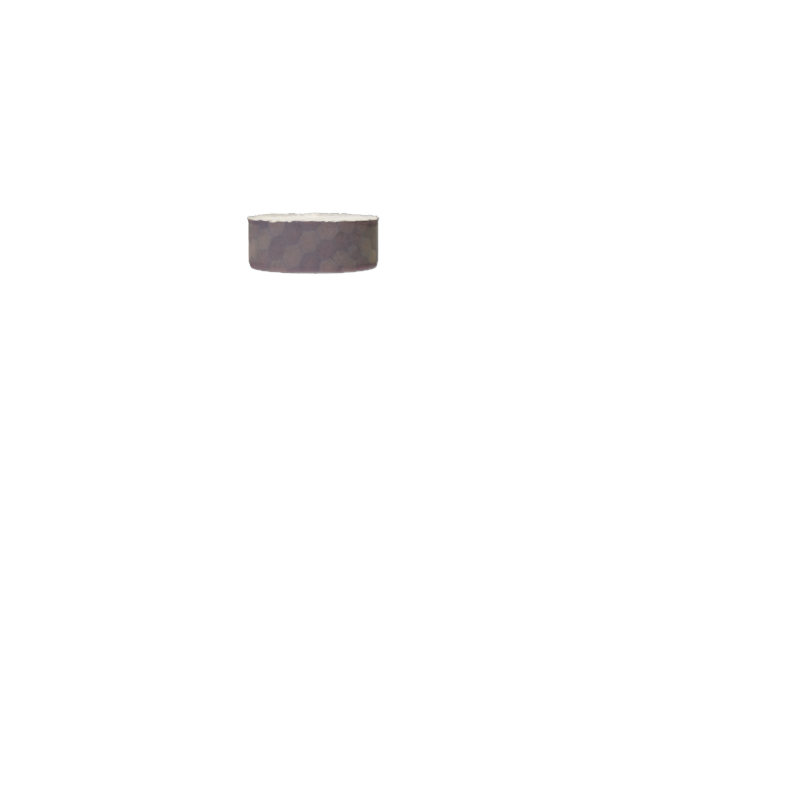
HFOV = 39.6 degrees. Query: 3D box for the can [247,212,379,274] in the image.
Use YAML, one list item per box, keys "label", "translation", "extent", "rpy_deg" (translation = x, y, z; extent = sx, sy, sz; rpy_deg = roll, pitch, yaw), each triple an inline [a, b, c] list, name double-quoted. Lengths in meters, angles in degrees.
- label: "can"
  translation: [-0.056, -0.103, 0.720]
  extent: [0.086, 0.033, 0.088]
  rpy_deg: [0, 12, -2]
